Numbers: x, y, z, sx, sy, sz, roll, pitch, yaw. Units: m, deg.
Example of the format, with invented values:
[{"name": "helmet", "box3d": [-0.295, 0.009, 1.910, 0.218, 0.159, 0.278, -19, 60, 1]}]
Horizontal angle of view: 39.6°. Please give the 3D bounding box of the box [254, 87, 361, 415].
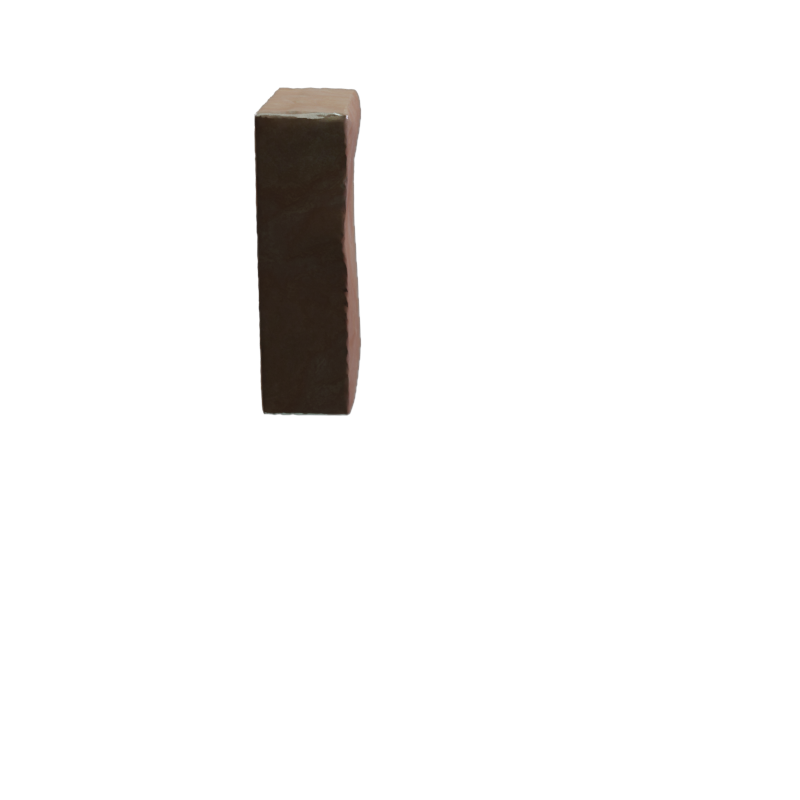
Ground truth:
[{"name": "box", "box3d": [-0.065, -0.118, 0.825, 0.072, 0.206, 0.170, 1, 17, 0]}]
